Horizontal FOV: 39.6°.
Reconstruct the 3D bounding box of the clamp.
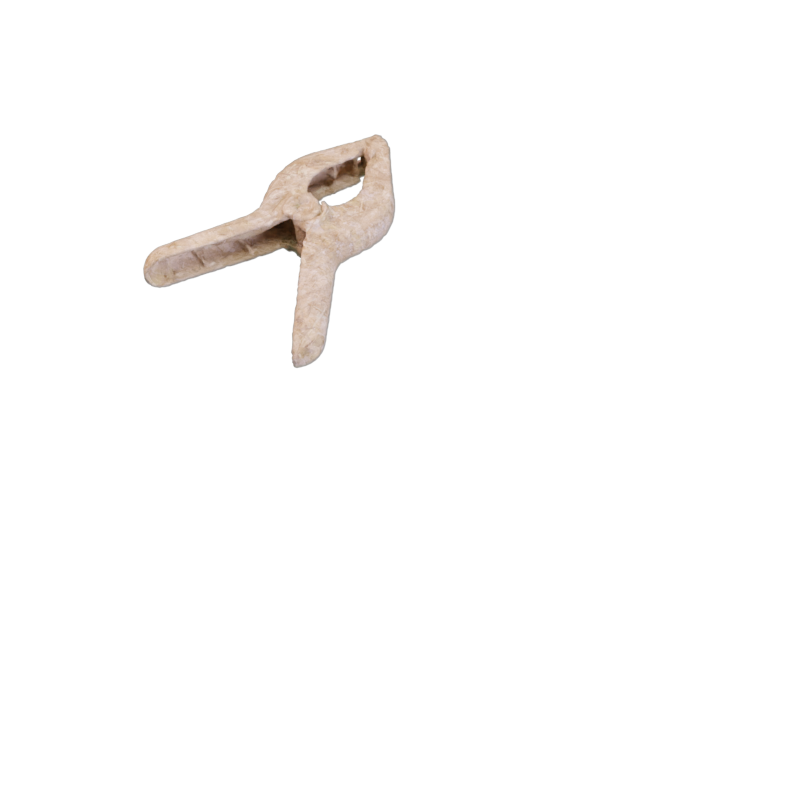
[{"bbox_3d":[-0.051,-0.092,0.648,0.127,0.173,0.037,38,-27,23],"label":"clamp"}]
